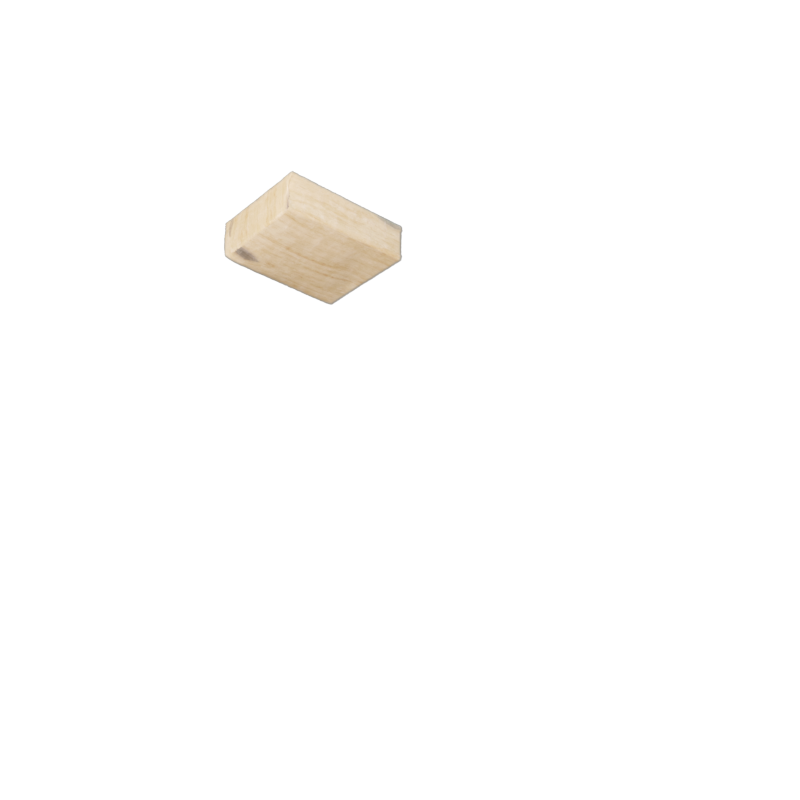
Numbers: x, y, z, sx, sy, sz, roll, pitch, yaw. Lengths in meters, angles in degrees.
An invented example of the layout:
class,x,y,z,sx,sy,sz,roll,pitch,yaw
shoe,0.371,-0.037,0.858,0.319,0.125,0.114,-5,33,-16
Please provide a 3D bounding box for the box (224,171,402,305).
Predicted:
class,x,y,z,sx,sy,sz,roll,pitch,yaw
box,-0.068,-0.124,0.869,0.107,0.041,0.089,21,-36,-34
